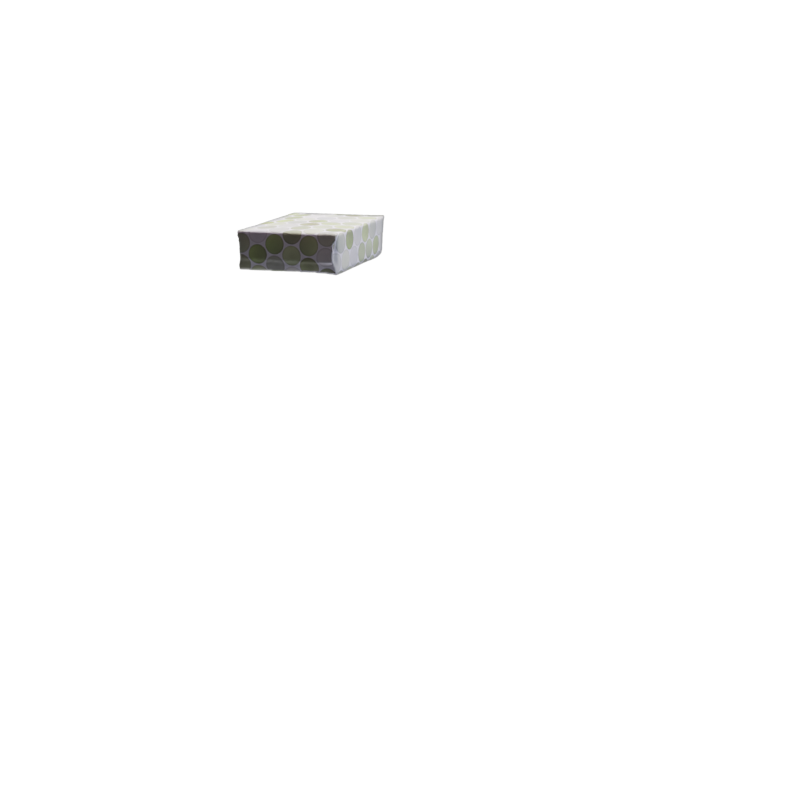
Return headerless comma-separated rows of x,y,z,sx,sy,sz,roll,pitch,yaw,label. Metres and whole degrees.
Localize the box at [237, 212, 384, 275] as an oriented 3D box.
-0.074,-0.135,0.946,0.093,0.038,0.113,6,16,21,box
